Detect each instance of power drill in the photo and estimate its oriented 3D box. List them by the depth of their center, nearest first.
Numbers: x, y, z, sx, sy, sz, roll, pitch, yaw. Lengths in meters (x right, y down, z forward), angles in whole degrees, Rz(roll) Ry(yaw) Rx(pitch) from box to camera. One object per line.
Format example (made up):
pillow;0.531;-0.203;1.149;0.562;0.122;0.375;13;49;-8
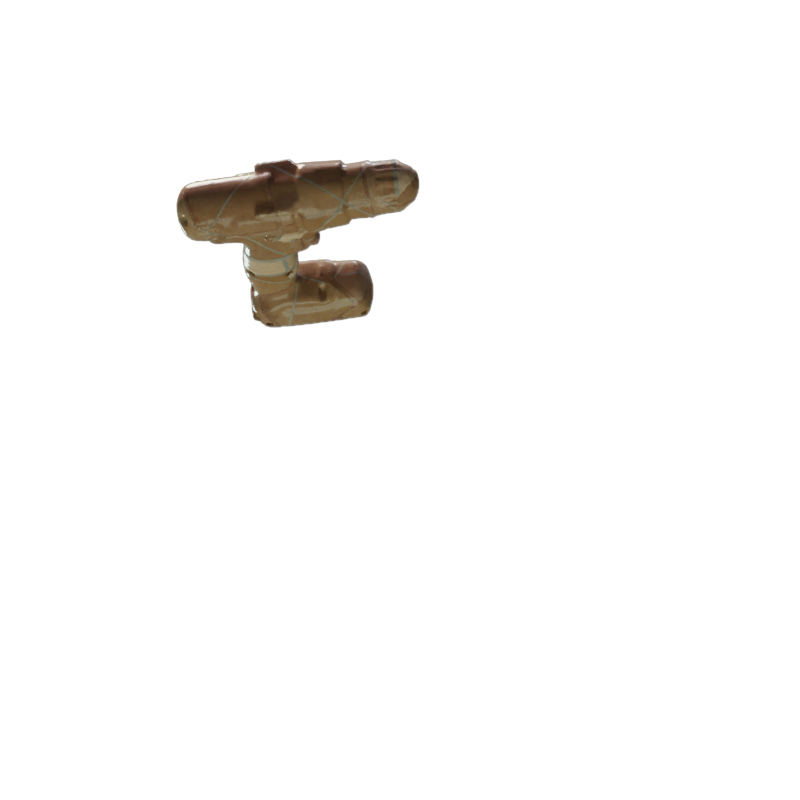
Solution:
power drill;-0.070;-0.128;0.894;0.186;0.061;0.175;-4;-26;7
